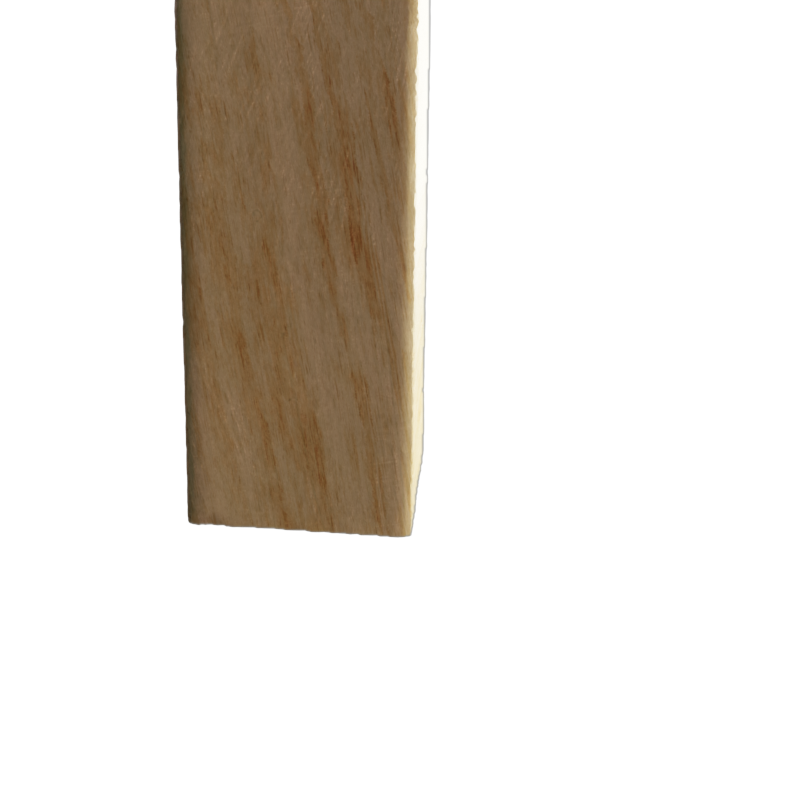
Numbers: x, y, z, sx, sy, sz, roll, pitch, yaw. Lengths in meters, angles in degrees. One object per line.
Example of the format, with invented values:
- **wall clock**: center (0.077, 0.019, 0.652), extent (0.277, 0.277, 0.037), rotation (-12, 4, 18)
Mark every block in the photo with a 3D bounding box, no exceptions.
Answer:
- **block**: center (-0.035, -0.063, 0.444), extent (0.091, 0.201, 0.092), rotation (2, 12, 5)
